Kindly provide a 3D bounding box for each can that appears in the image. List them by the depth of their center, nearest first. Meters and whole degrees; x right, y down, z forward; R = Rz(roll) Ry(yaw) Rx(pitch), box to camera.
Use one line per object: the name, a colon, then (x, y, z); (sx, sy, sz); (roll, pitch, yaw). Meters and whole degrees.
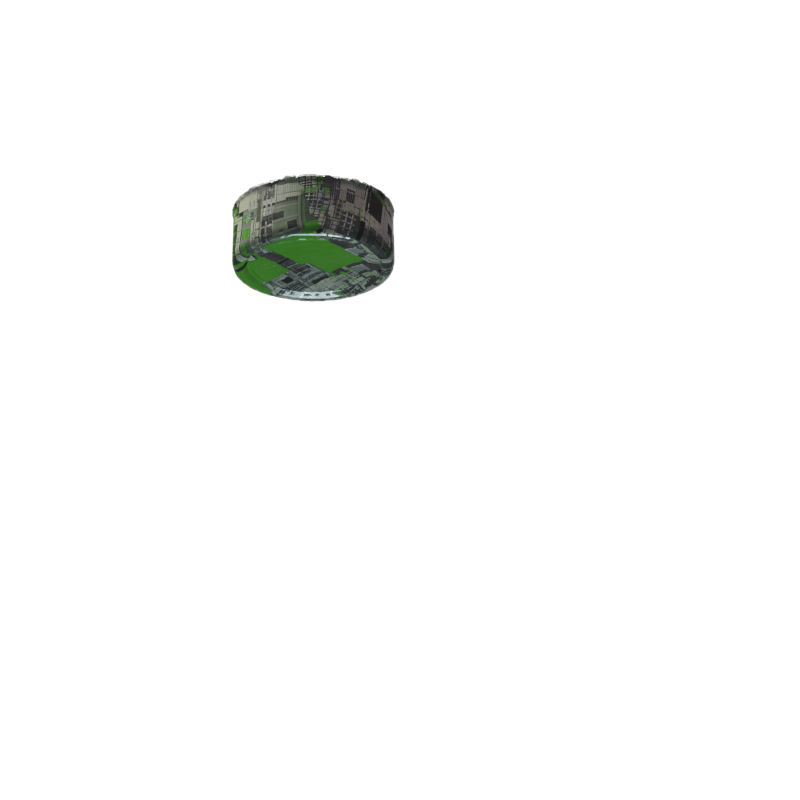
can: (-0.045, -0.083, 0.580); (0.086, 0.035, 0.082); (0, -20, -2)
